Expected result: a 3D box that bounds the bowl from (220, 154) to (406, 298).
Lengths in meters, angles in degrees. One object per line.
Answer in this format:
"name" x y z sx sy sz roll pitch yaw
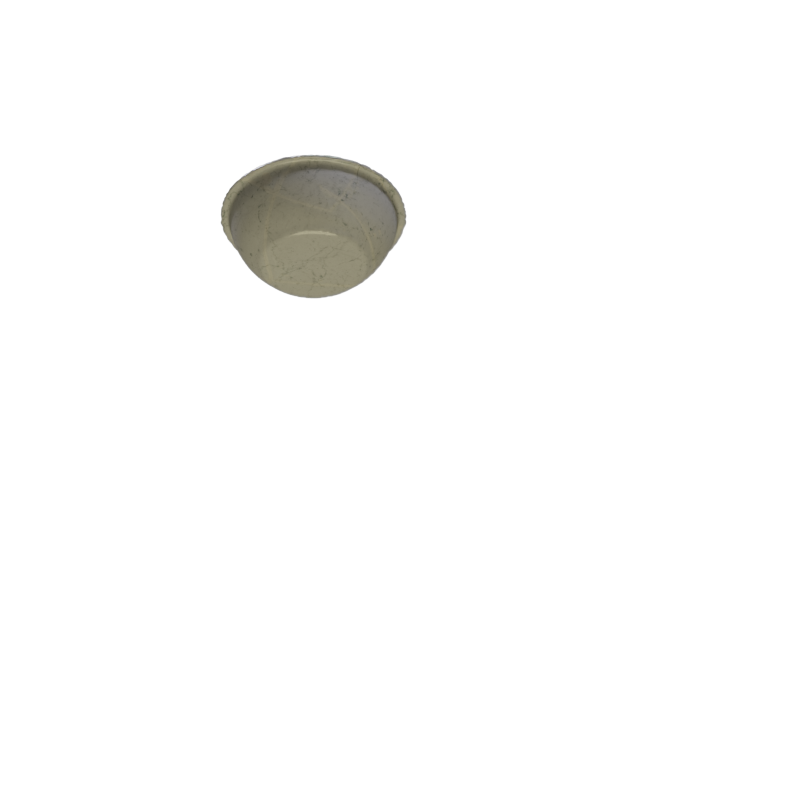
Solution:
"bowl" -0.075 -0.136 0.952 0.162 0.059 0.151 1 -35 -2
